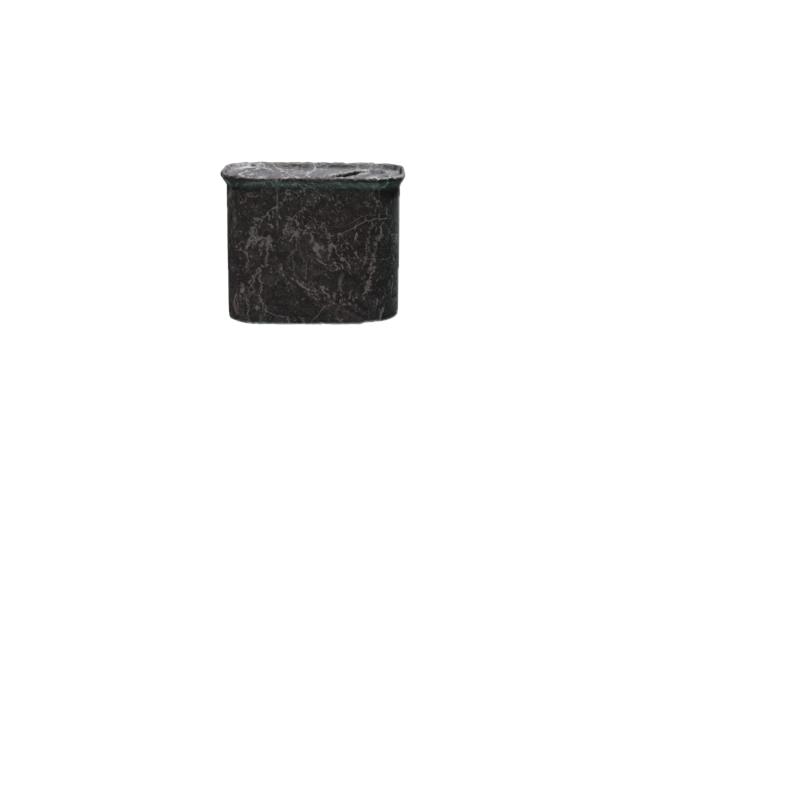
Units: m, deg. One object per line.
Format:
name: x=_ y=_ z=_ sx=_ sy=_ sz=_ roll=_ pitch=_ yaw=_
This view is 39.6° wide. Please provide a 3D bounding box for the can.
can: x=-0.049 y=-0.090 z=0.627 sx=0.102 sy=0.081 sz=0.059 roll=1 pitch=15 yaw=1
